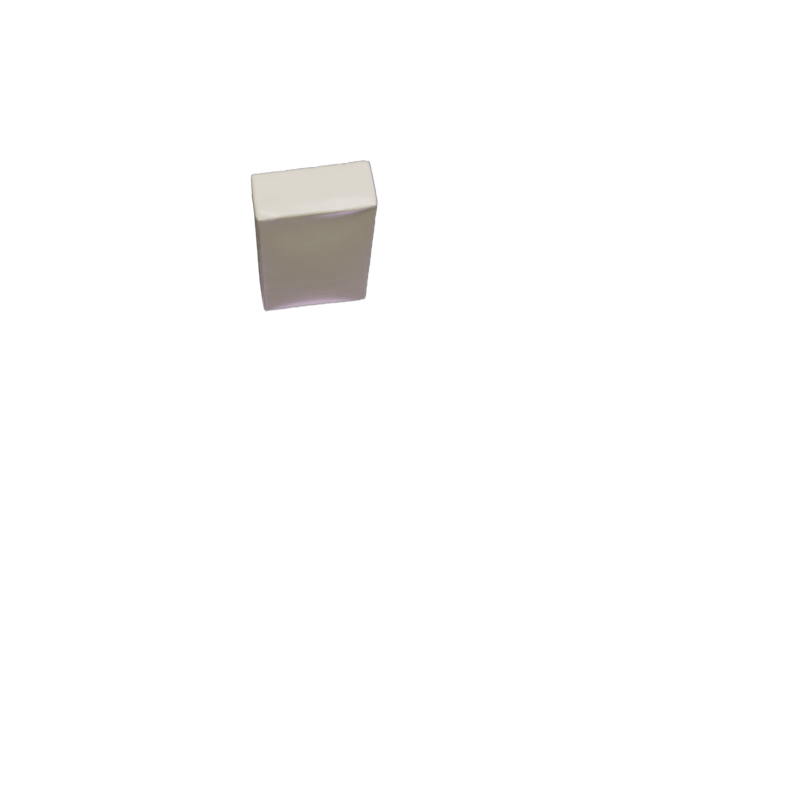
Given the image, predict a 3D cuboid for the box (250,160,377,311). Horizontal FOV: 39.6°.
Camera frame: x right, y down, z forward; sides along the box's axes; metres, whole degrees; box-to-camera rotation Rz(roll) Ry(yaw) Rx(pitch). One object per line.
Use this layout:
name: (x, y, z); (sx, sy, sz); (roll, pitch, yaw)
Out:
box: (-0.070, -0.128, 0.895); (0.093, 0.050, 0.168); (-7, -16, -6)
